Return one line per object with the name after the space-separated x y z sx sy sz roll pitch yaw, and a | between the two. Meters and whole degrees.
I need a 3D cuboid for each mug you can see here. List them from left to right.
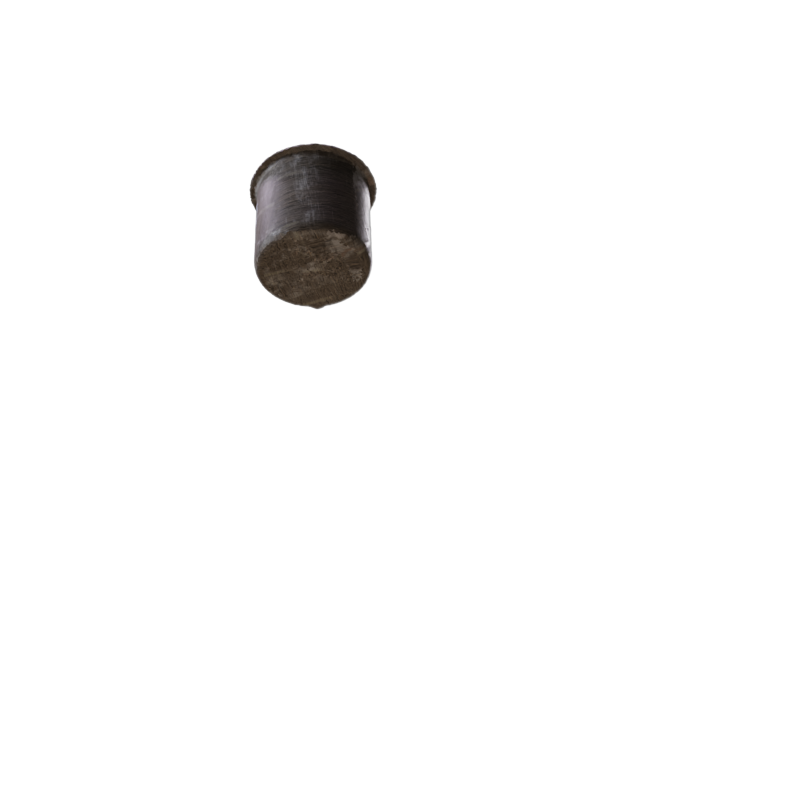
-0.062 -0.113 0.794 0.093 0.087 0.109 0 -41 -2 | mug
